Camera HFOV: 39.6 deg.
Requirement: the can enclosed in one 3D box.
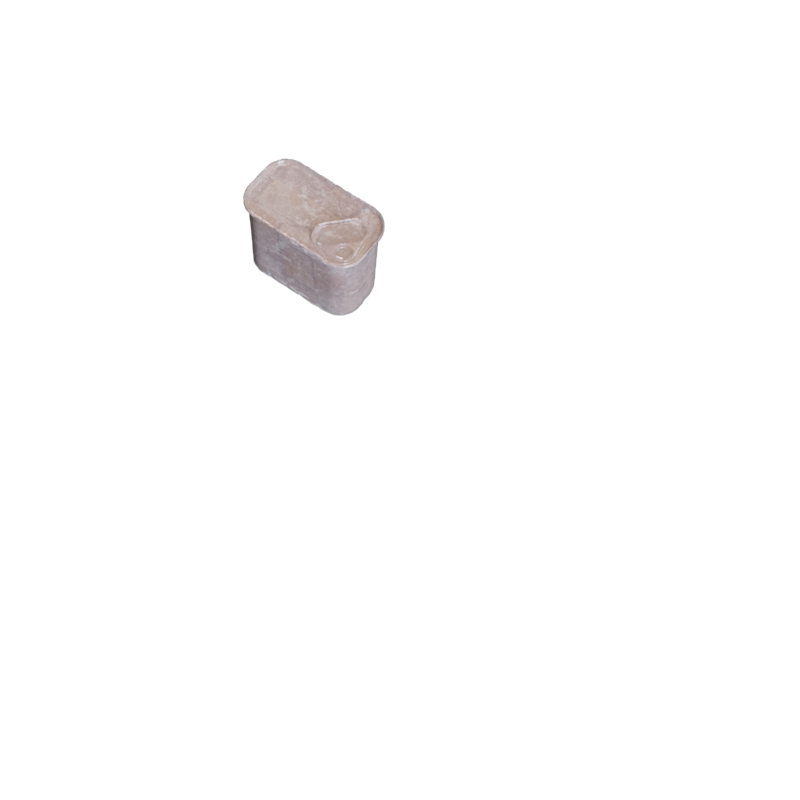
[{"bbox_3d":[-0.064,-0.117,0.820,0.106,0.059,0.079,33,-24,15],"label":"can"}]
